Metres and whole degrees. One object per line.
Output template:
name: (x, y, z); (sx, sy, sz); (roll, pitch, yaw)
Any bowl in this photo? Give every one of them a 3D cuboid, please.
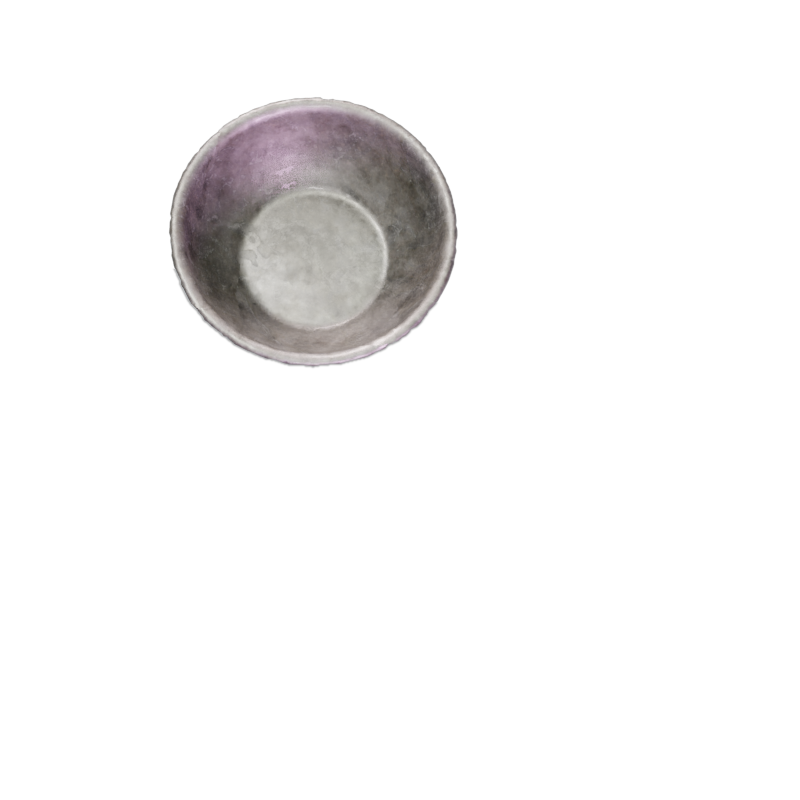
bowl: (-0.050, -0.092, 0.642); (0.162, 0.170, 0.053); (-1, -19, -1)
